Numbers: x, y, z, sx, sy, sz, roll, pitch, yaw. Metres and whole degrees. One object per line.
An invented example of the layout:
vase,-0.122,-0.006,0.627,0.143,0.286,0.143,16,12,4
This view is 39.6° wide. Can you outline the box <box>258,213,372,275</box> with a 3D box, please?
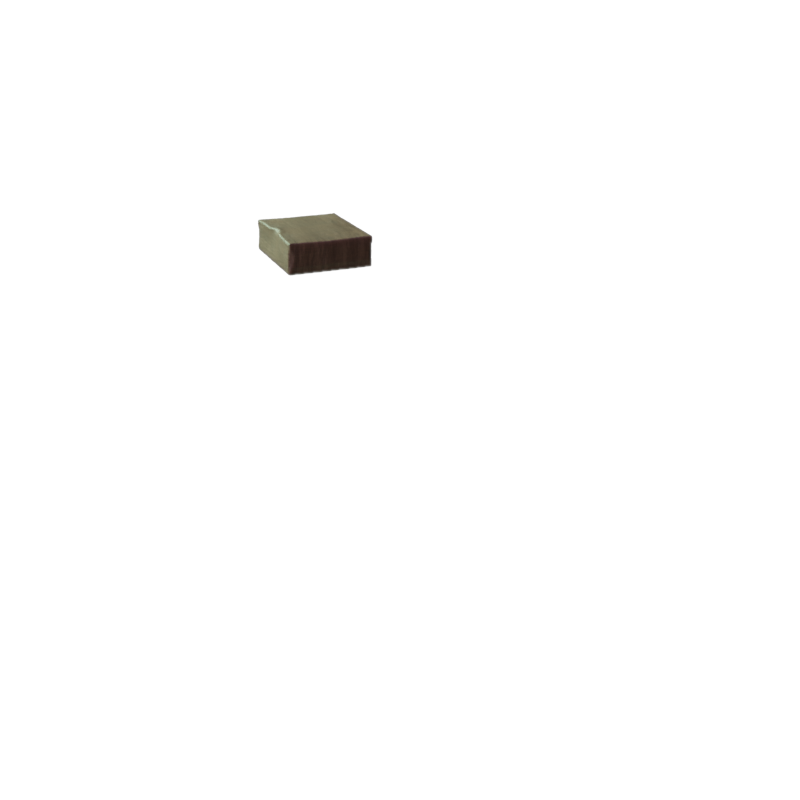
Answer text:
box,-0.074,-0.134,0.941,0.072,0.029,0.095,-8,24,-20
